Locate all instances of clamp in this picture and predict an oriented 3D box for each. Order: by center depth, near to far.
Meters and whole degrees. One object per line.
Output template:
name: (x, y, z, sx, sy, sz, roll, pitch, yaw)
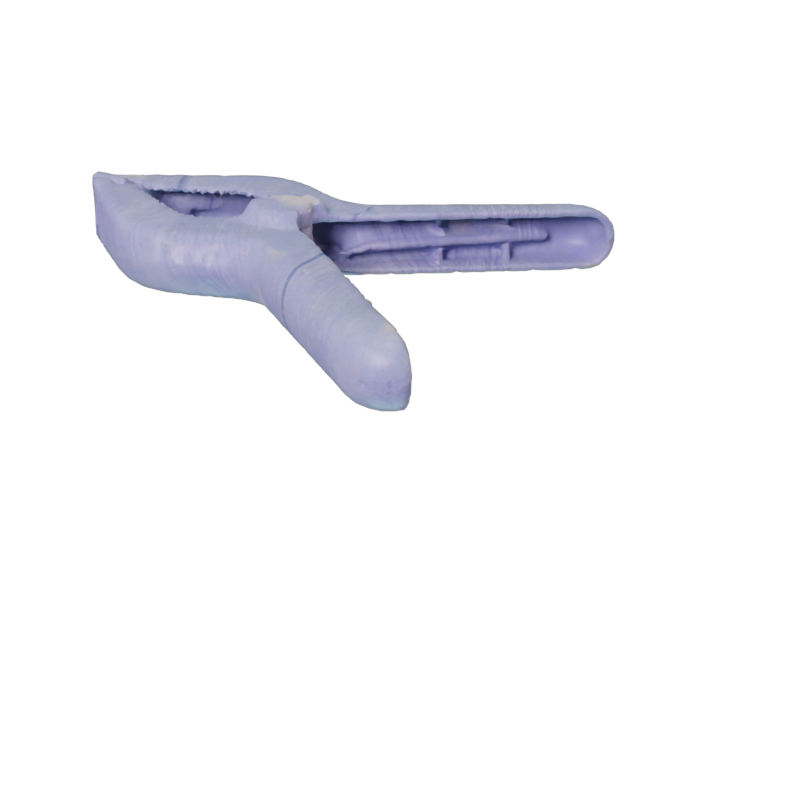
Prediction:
clamp: (-0.034, -0.061, 0.431, 0.222, 0.035, 0.163, 20, 32, 36)
